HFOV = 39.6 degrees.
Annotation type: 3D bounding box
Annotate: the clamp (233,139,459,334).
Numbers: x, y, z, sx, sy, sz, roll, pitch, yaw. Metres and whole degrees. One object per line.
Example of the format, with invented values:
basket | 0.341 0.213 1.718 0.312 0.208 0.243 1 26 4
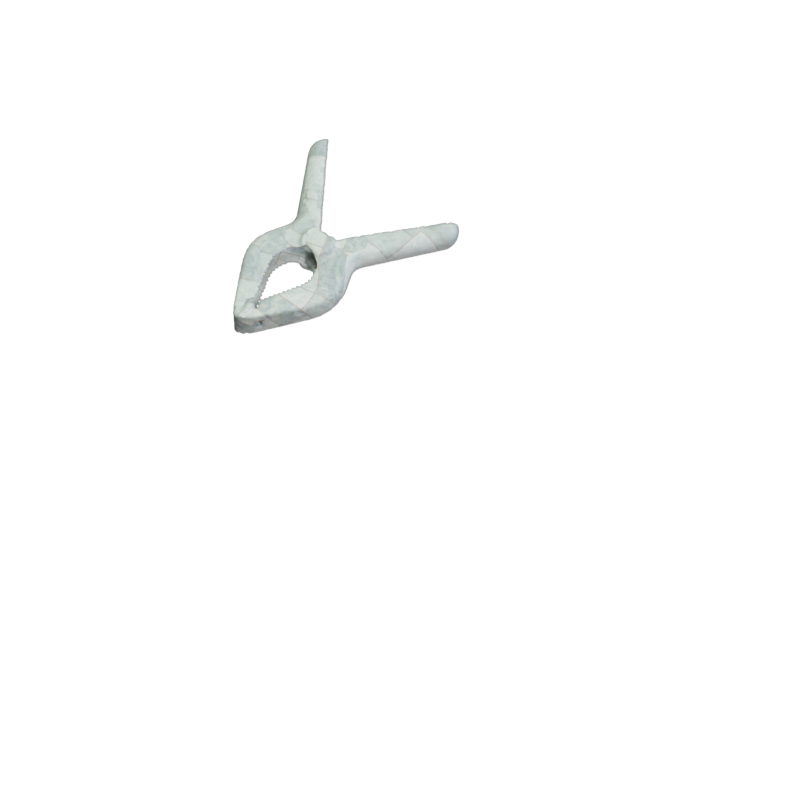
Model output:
clamp | -0.076 -0.138 0.969 0.212 0.175 0.034 -38 -27 -23
